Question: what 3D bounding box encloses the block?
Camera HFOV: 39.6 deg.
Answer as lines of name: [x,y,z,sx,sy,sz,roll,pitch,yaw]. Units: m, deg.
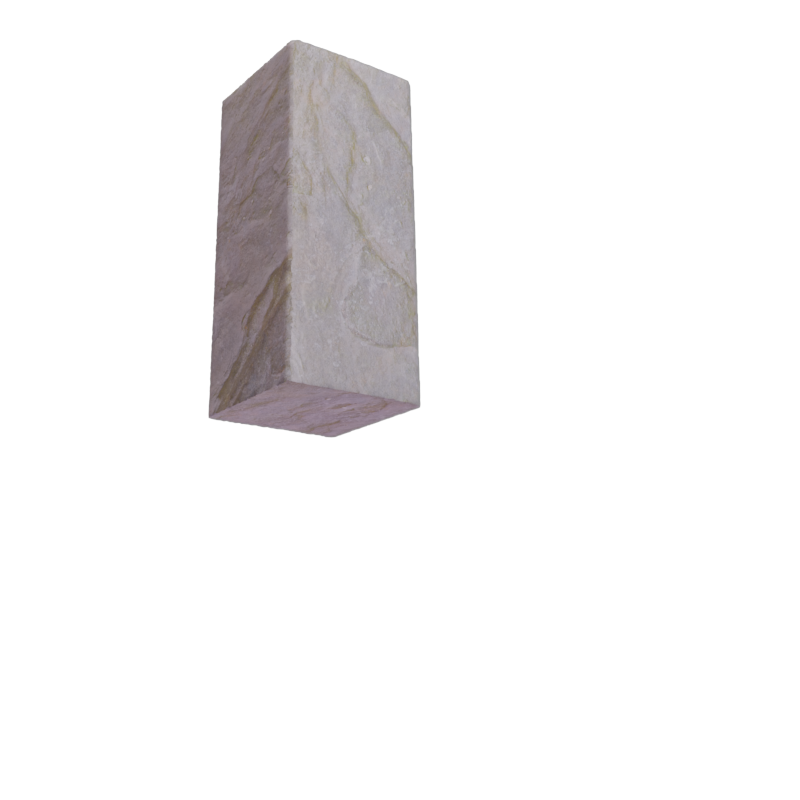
block: [-0.051,-0.094,0.656,0.086,0.217,0.091,13,-26,-33]
